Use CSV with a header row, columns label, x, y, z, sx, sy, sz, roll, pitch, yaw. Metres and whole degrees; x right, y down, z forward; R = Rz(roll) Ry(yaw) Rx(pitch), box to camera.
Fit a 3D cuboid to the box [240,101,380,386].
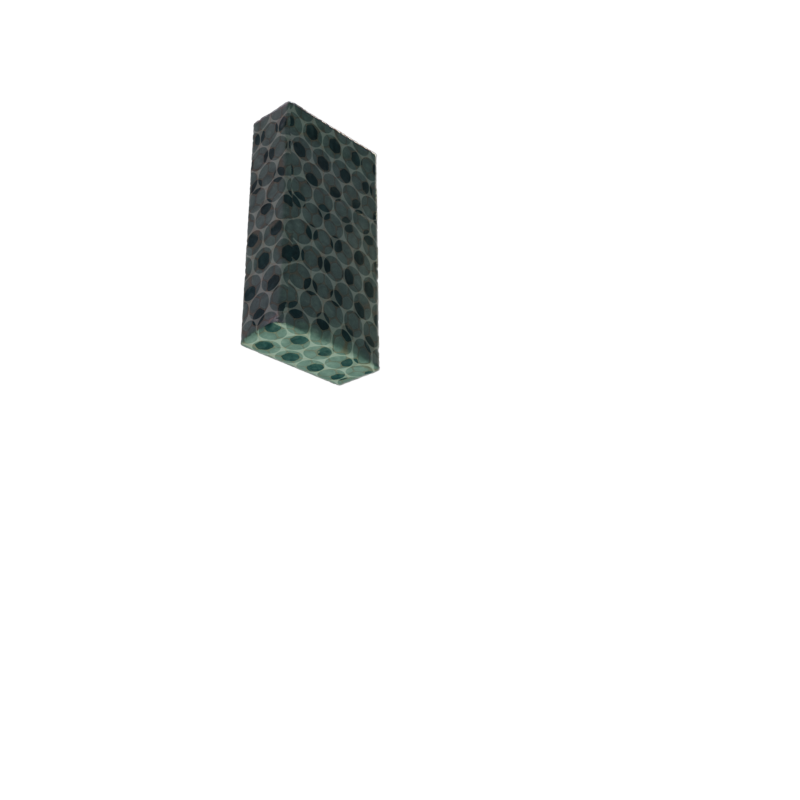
label,x,y,z,sx,sy,sz,roll,pitch,yaw
box,-0.060,-0.108,0.761,0.048,0.188,0.087,-28,-39,36
